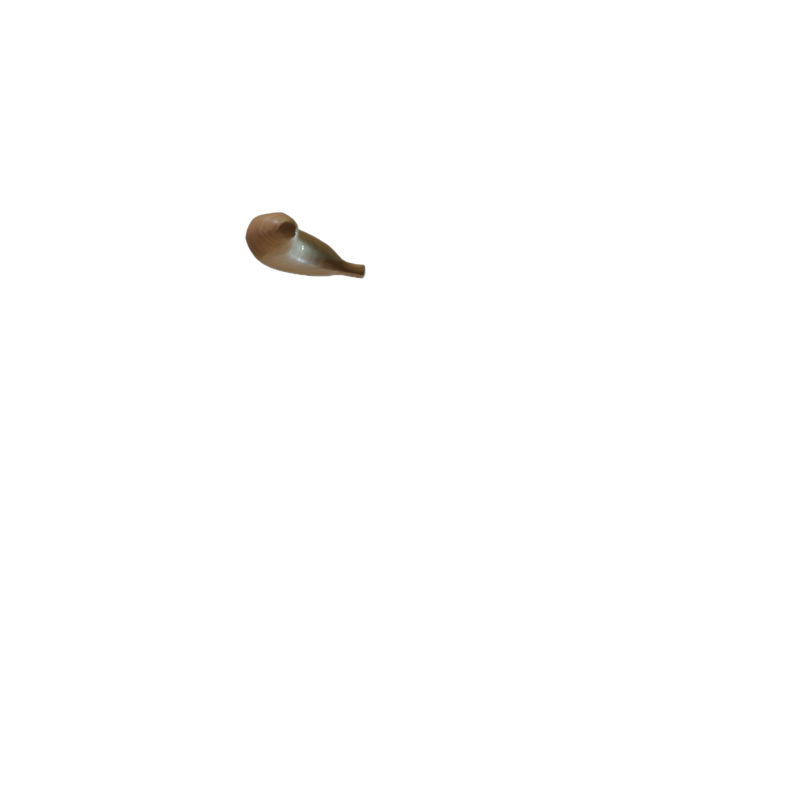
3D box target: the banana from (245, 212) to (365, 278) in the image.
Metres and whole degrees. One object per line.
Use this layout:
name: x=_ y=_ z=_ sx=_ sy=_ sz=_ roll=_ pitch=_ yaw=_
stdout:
banana: x=-0.085 y=-0.124 z=0.882 sx=0.071 sy=0.037 sz=0.191 roll=-1 pitch=-1 yaw=15
